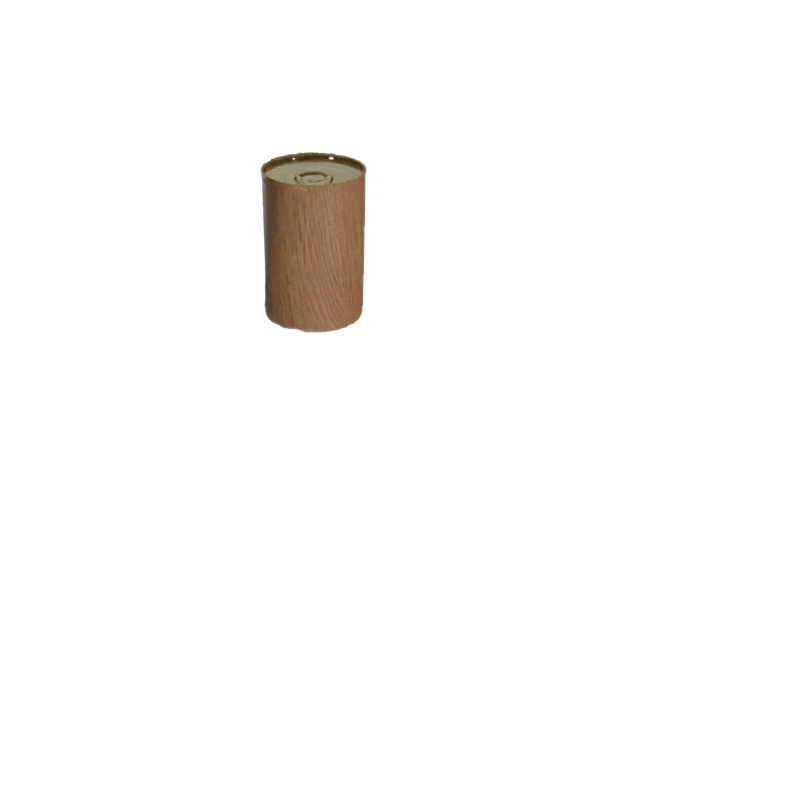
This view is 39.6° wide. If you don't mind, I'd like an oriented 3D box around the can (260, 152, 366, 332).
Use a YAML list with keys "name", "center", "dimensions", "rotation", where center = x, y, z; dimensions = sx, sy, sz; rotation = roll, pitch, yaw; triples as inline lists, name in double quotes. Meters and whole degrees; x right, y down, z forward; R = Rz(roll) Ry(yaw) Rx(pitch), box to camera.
- name: "can"
  center: [-0.057, -0.104, 0.726]
  dimensions: [0.068, 0.097, 0.072]
  rotation: [0, 24, -2]
